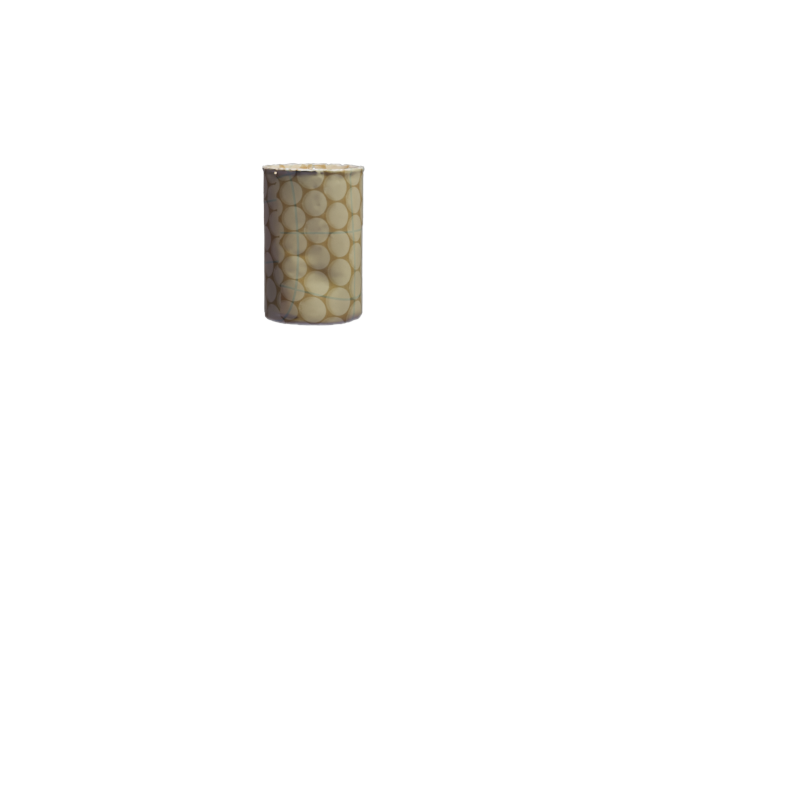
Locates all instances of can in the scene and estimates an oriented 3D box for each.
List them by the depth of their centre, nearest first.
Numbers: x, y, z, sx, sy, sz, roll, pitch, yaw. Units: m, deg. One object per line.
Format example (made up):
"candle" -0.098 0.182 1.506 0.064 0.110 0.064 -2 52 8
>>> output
"can" -0.058 -0.106 0.743 0.068 0.100 0.070 0 10 -2
